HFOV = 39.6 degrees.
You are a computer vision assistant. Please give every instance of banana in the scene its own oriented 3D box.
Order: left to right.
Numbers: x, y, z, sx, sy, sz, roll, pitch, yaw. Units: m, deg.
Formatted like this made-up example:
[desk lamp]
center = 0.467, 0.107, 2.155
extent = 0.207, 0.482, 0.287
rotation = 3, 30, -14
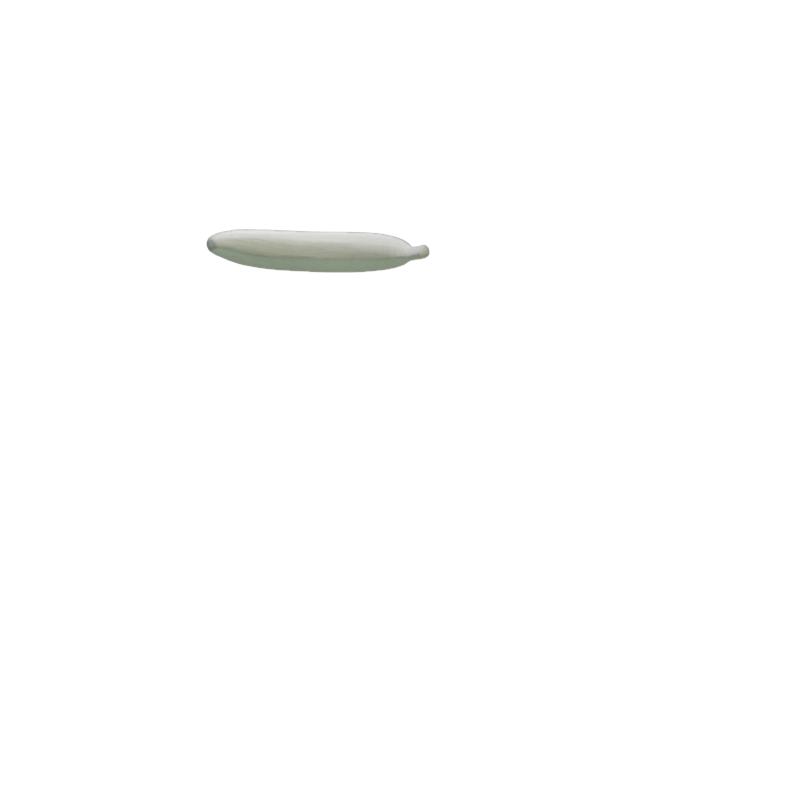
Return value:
[banana]
center = -0.076, -0.139, 1.013
extent = 0.197, 0.038, 0.067
rotation = 0, -11, -2
